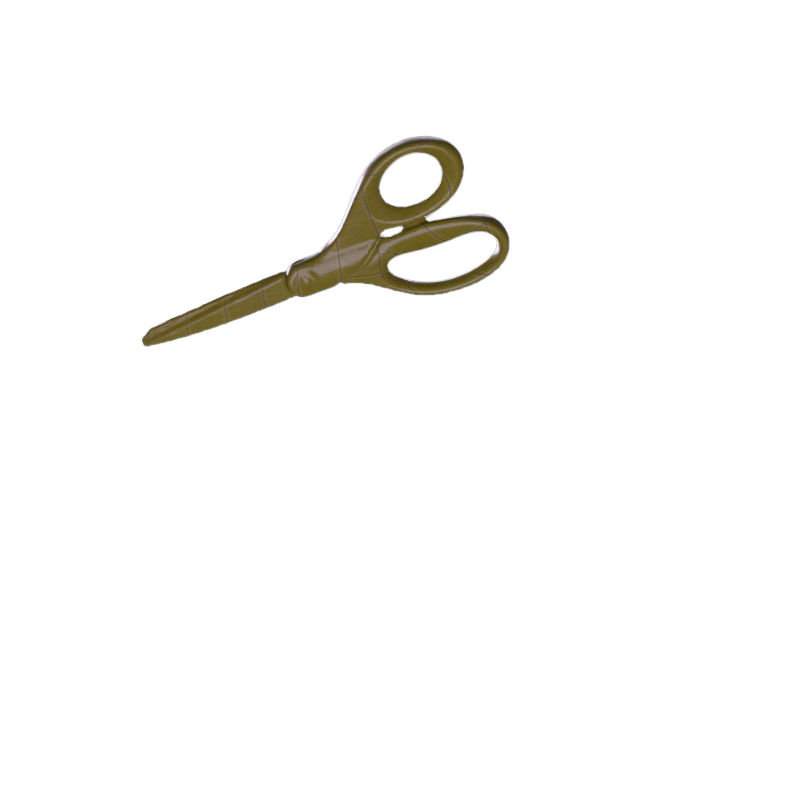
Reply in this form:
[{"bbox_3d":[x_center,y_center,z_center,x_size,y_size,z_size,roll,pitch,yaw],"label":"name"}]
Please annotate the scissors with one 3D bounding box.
[{"bbox_3d":[-0.045,-0.082,0.577,0.202,0.091,0.017,-7,26,3],"label":"scissors"}]
